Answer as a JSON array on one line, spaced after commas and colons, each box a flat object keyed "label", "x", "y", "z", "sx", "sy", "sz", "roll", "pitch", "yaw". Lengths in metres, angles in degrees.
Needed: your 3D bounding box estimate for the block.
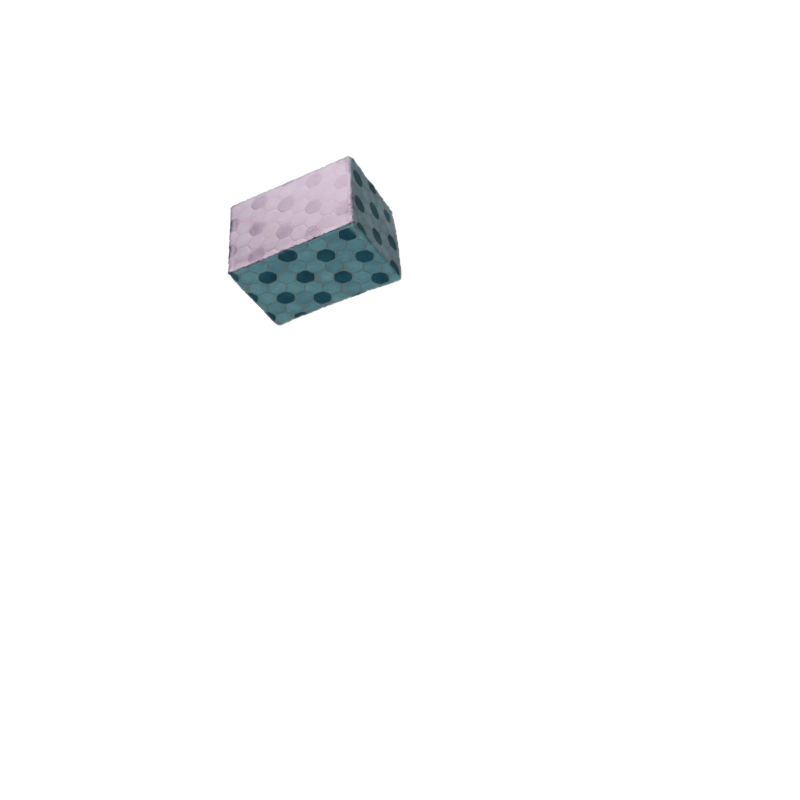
[{"label": "block", "x": -0.046, "y": -0.084, "z": 0.592, "sx": 0.079, "sy": 0.055, "sz": 0.049, "roll": -19, "pitch": -42, "yaw": 21}]
